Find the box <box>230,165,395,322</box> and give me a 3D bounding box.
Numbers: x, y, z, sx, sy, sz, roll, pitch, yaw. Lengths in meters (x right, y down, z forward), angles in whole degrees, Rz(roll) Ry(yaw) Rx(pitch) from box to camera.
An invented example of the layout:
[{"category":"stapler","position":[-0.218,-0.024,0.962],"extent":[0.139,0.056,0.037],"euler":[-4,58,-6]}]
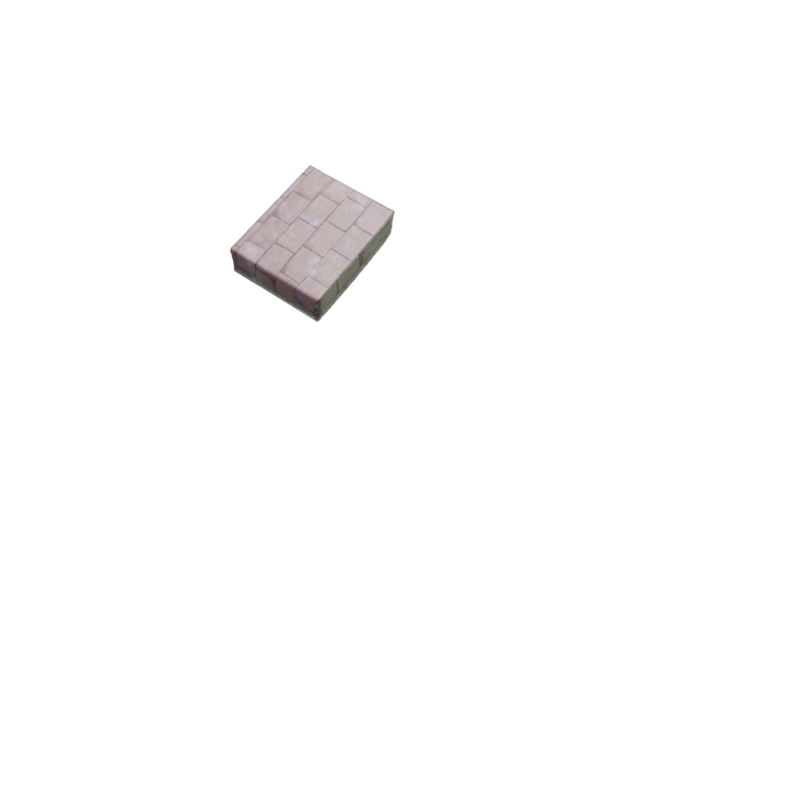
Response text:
[{"category":"box","position":[-0.072,-0.132,0.922],"extent":[0.094,0.116,0.036],"euler":[30,-29,18]}]
